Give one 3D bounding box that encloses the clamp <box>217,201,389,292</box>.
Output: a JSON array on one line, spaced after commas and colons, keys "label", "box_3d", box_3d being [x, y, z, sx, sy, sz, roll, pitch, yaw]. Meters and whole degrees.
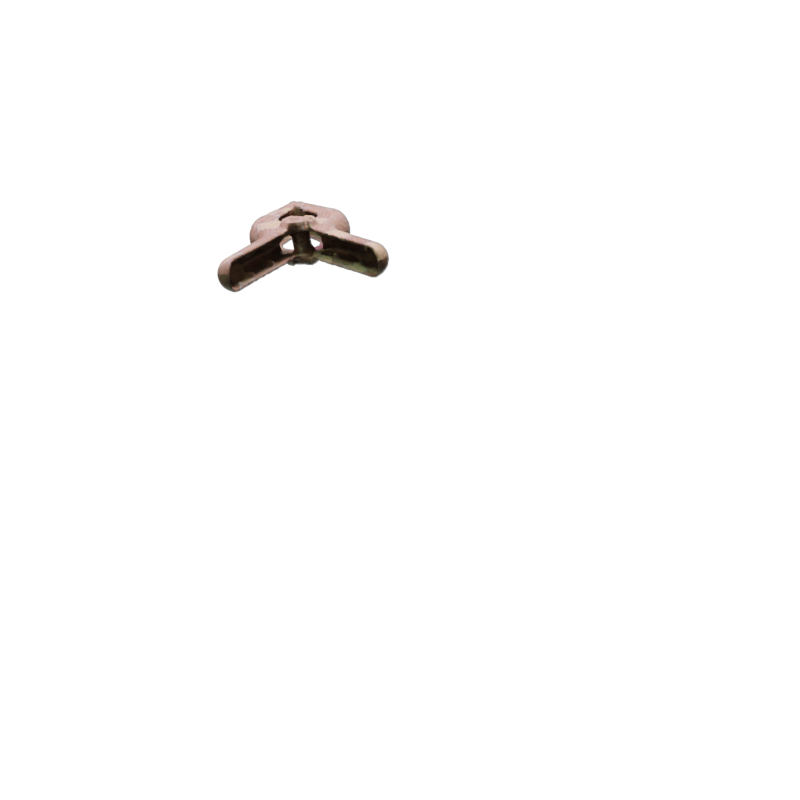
[{"label": "clamp", "box_3d": [-0.066, -0.121, 0.846, 0.121, 0.037, 0.179, 2, 25, 3]}]
